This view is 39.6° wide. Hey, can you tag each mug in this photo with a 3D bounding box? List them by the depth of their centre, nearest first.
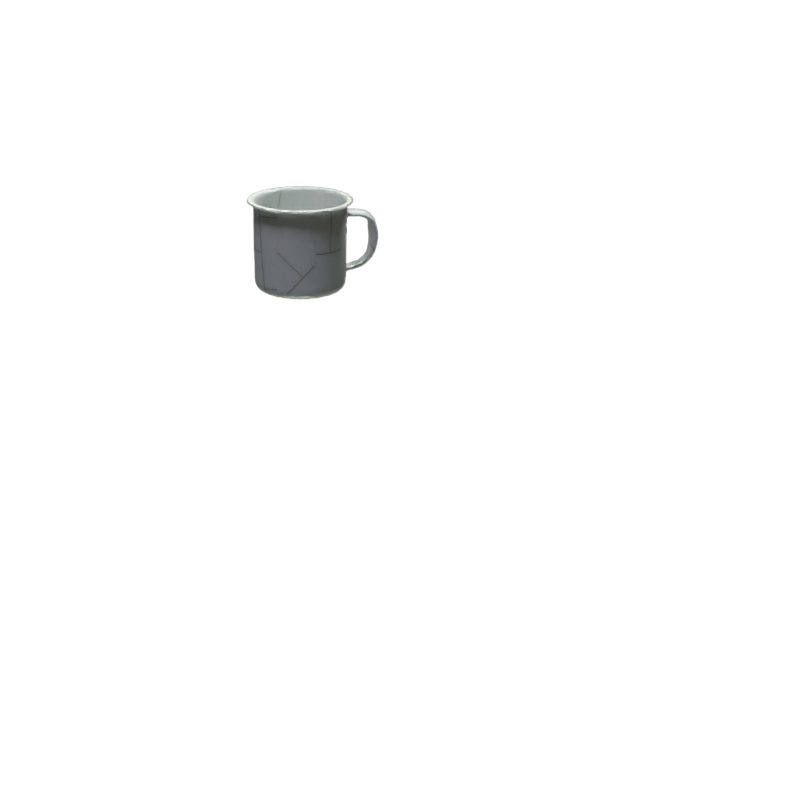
[{"bbox_3d":[-0.077,-0.140,0.981,0.115,0.078,0.099,-6,22,-15],"label":"mug"}]
